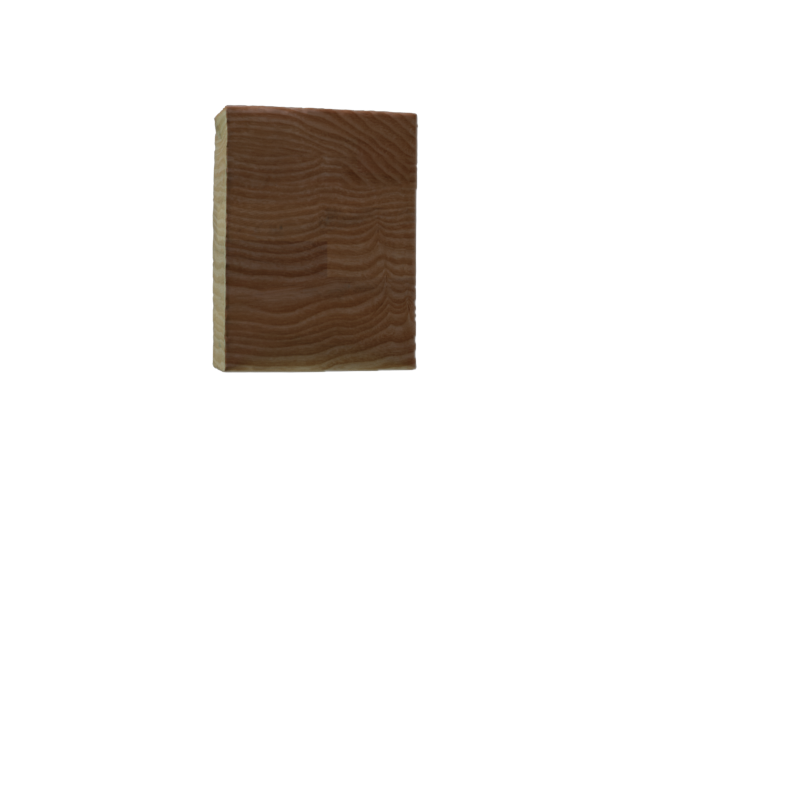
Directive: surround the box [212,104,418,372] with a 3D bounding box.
[{"bbox_3d":[-0.072,-0.132,0.922,0.161,0.215,0.073,0,-2,-17],"label":"box"}]
